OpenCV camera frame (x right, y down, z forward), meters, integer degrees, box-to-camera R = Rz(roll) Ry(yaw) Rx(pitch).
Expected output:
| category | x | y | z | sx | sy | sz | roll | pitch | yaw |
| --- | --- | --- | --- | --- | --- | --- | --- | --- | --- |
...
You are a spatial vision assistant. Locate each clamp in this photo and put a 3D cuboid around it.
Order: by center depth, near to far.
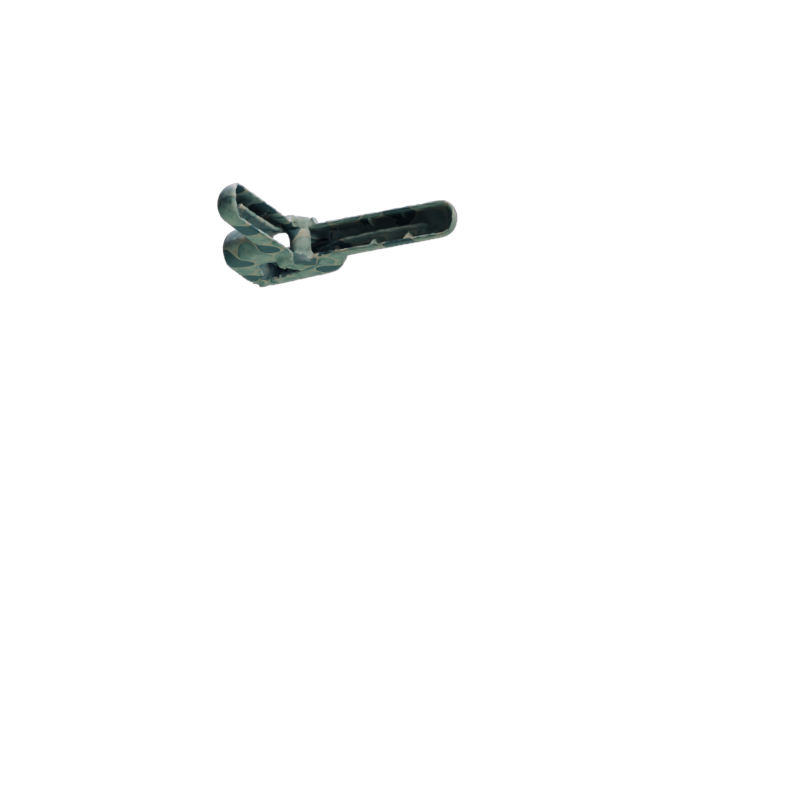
| category | x | y | z | sx | sy | sz | roll | pitch | yaw |
| --- | --- | --- | --- | --- | --- | --- | --- | --- | --- |
| clamp | -0.063 | -0.115 | 0.805 | 0.161 | 0.037 | 0.209 | 2 | -6 | -15 |
